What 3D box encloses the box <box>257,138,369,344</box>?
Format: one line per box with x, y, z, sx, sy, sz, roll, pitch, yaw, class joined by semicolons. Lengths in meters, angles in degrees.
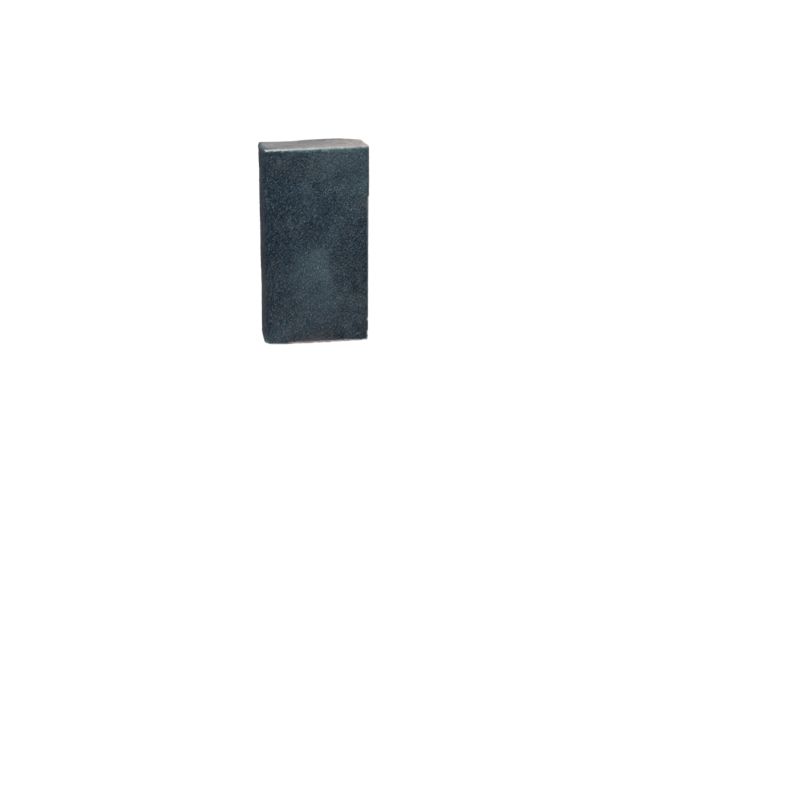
-0.076;-0.138;0.967;0.092;0.170;0.050;-2;15;-11;box
